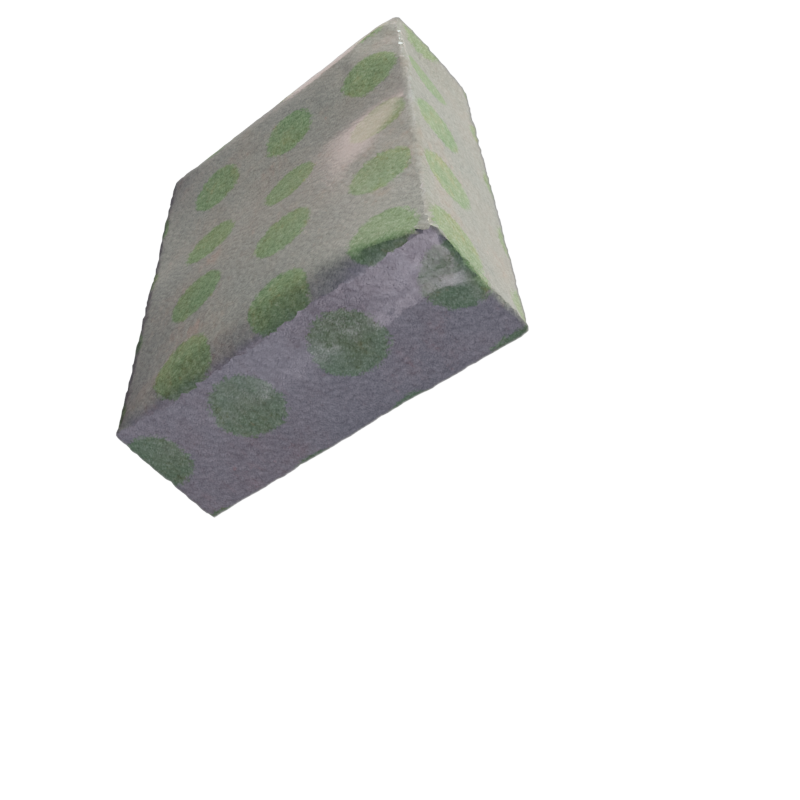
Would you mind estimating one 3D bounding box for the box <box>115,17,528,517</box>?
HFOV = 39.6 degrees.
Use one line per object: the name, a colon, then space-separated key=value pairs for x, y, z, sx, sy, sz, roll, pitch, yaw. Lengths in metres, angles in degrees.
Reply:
box: x=-0.041 y=-0.075 z=0.524 sx=0.163 sy=0.229 sz=0.067 roll=-32 pitch=-57 yaw=20
